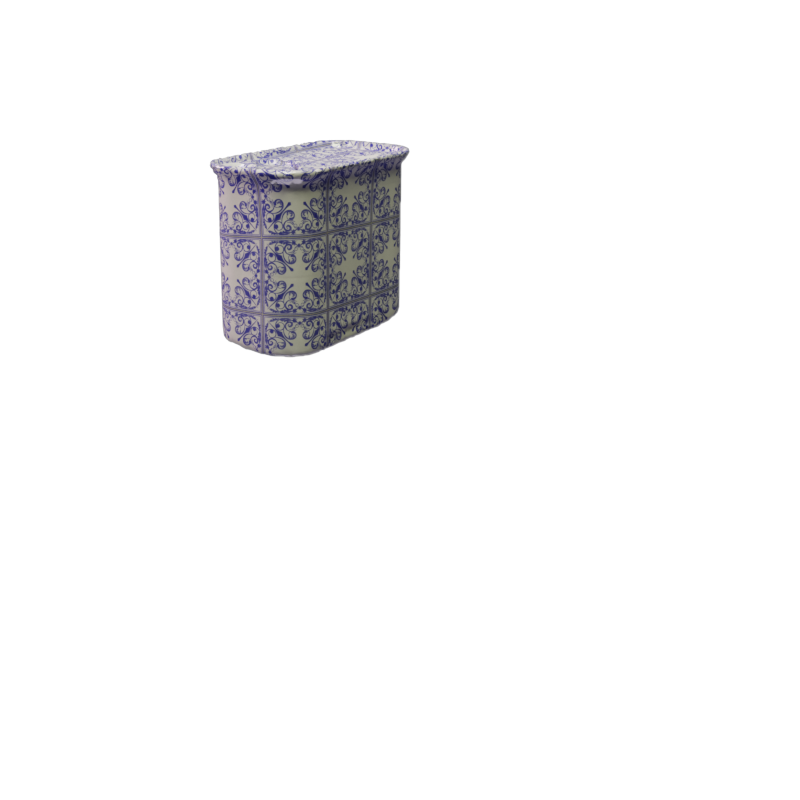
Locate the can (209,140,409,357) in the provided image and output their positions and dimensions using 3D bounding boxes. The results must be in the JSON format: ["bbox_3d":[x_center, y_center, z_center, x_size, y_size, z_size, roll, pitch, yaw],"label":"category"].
[{"bbox_3d":[-0.041,-0.074,0.521,0.060,0.081,0.101,11,20,32],"label":"can"}]
